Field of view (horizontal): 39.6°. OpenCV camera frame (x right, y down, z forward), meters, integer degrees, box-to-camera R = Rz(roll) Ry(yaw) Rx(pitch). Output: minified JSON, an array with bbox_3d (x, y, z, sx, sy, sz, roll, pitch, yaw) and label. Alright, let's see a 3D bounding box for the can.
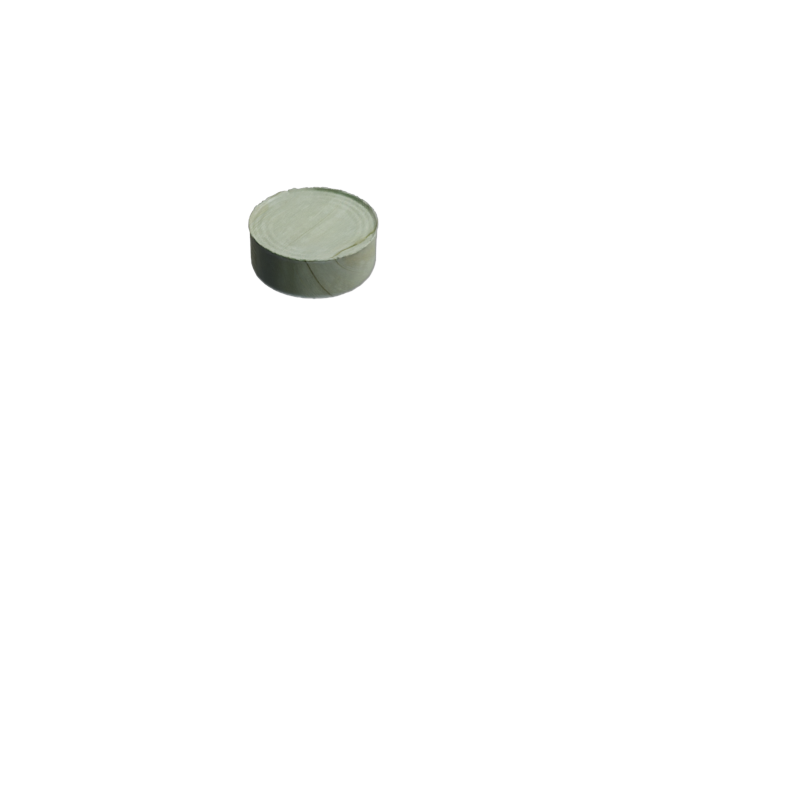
[{"bbox_3d":[-0.058,-0.105,0.738,0.086,0.031,0.092,-1,40,-2],"label":"can"}]
